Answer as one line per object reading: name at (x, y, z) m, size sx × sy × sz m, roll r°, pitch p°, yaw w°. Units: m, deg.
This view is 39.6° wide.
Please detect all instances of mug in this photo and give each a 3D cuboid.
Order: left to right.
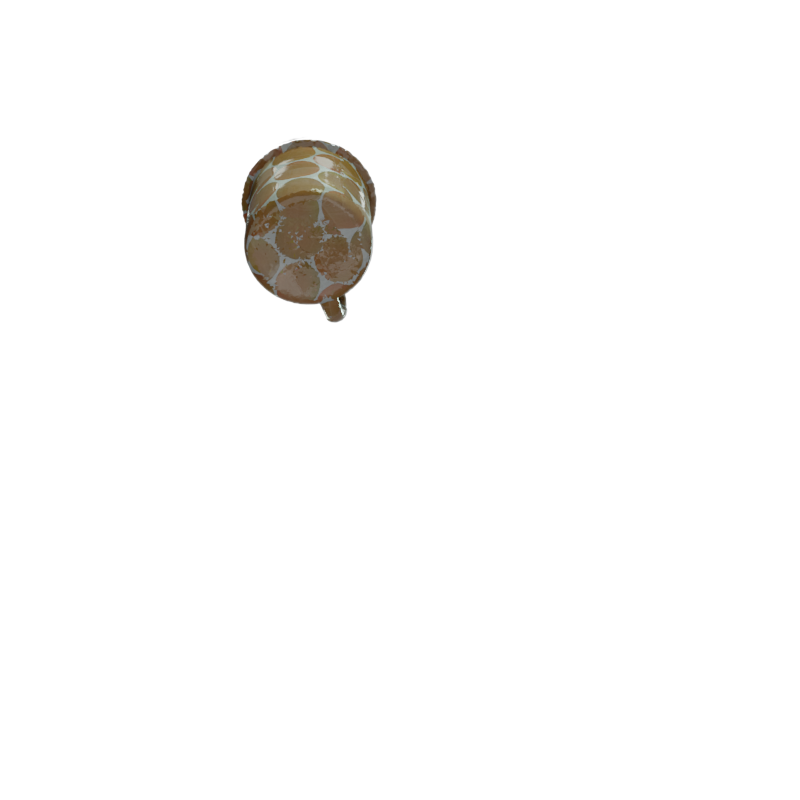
mug at (-0.057, -0.105, 0.733) m, size 0.093 × 0.110 × 0.086 m, roll -12°, pitch 26°, yaw 4°
